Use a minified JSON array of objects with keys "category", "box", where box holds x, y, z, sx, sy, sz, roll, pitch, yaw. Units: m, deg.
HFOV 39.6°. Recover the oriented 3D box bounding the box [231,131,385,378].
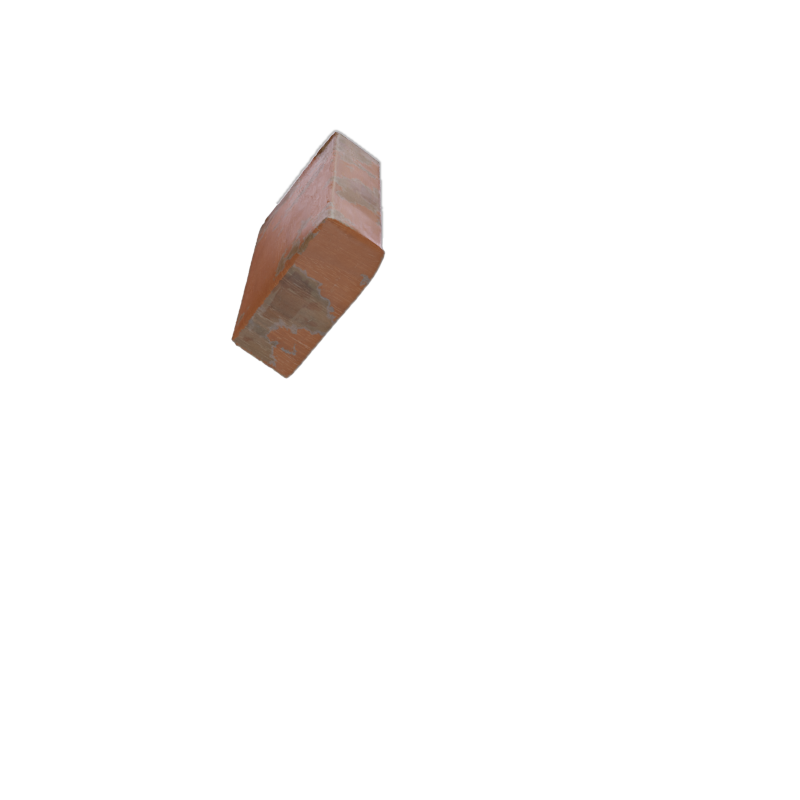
[{"category":"box","box":[-0.053,-0.096,0.672,0.046,0.092,0.186,34,20,-20]}]
